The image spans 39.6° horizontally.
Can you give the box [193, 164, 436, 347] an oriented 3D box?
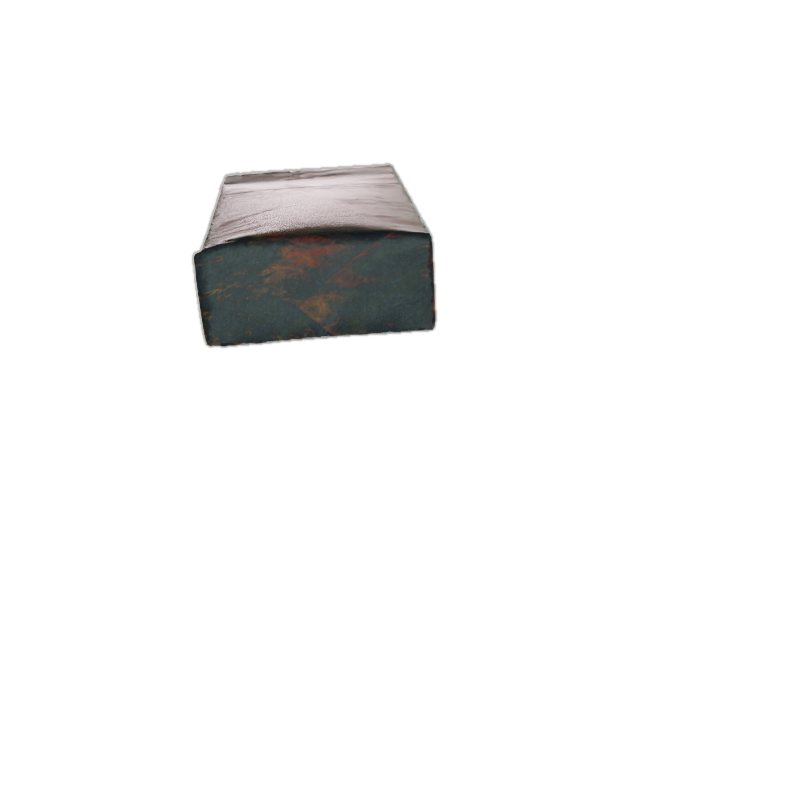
[{"bbox_3d":[-0.040,-0.072,0.510,0.093,0.046,0.183,-4,18,-2],"label":"box"}]
